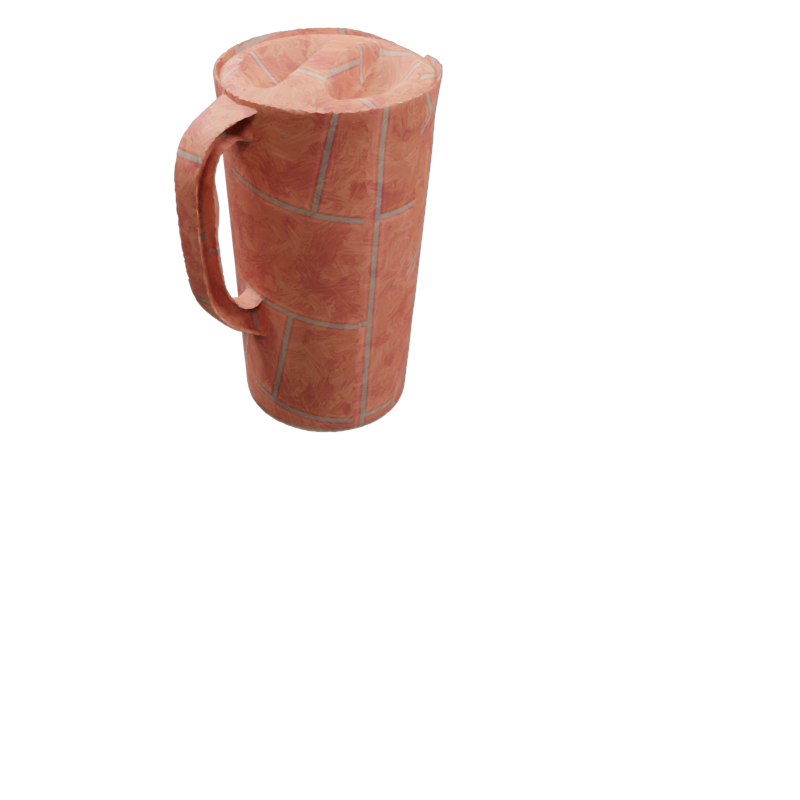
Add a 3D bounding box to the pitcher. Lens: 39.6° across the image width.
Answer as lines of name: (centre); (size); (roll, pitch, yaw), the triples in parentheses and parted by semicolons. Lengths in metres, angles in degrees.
pitcher: (-0.054, -0.099, 0.695); (0.149, 0.228, 0.154); (2, 33, -1)
